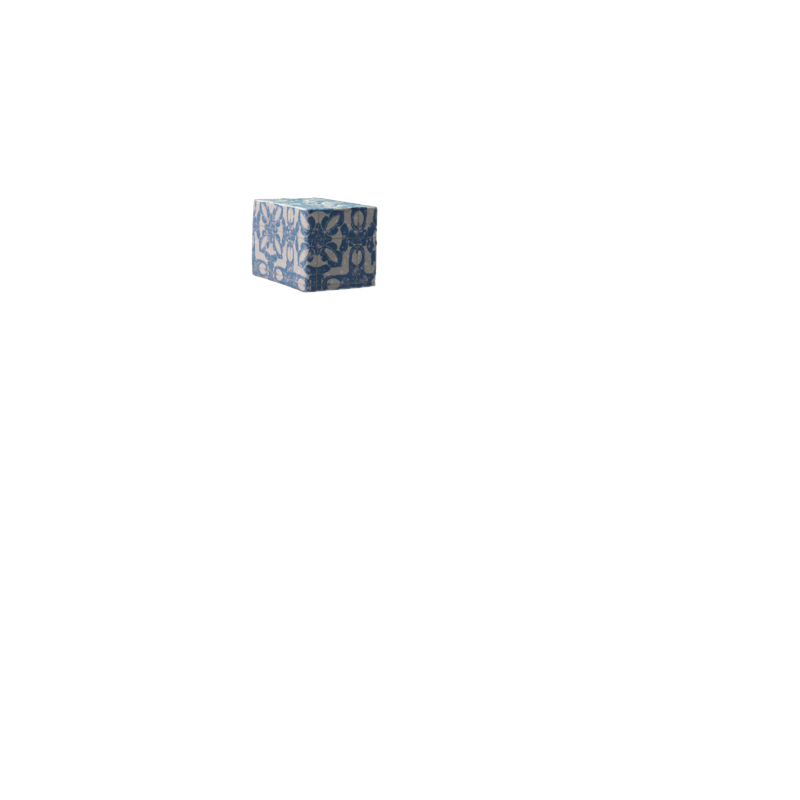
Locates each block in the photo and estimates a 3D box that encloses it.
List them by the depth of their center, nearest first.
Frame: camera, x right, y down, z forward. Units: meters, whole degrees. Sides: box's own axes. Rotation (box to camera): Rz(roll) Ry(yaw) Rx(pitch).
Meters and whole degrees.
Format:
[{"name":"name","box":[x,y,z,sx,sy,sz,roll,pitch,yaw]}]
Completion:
[{"name":"block","box":[-0.055,-0.101,0.707,0.051,0.050,0.082,-6,14,-30]}]
